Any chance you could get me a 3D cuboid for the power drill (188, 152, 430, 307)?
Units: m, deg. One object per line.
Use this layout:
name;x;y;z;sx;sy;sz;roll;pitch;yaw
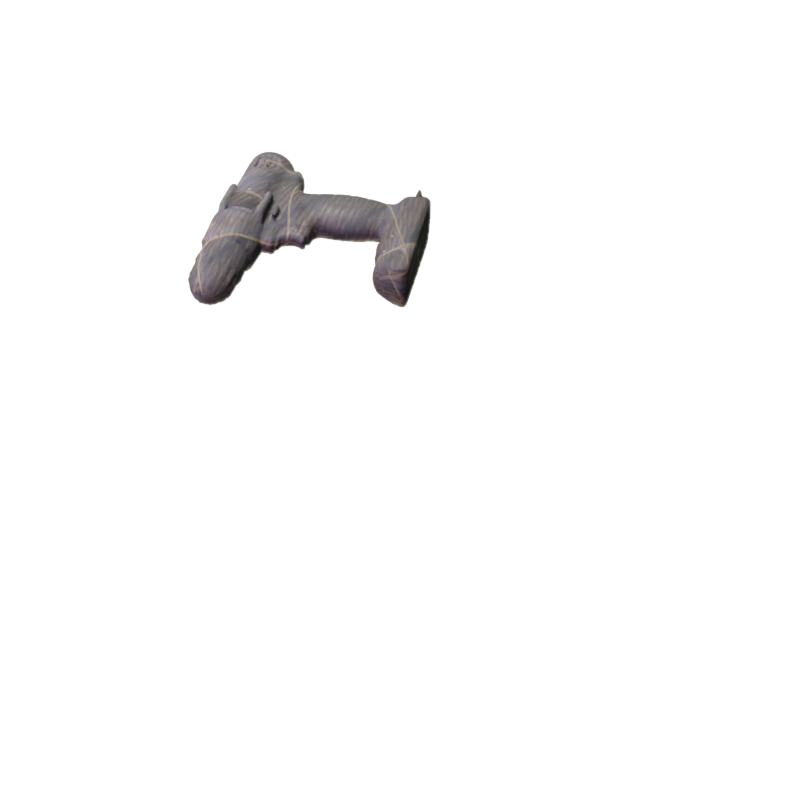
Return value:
power drill;-0.076;-0.139;0.976;0.192;0.194;0.053;13;-40;11
